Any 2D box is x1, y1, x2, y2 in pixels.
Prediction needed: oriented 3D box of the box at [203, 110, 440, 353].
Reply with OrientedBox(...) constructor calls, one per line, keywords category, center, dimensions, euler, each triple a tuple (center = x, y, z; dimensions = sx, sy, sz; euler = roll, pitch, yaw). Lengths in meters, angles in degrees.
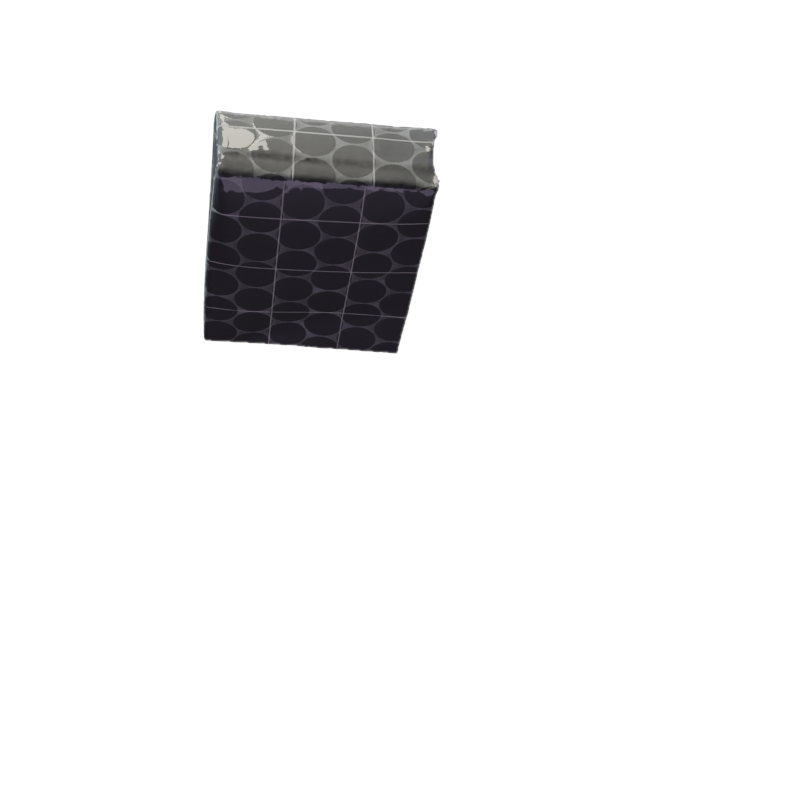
OrientedBox(category="box", center=(-0.037, -0.067, 0.469), dimensions=(0.089, 0.042, 0.107), euler=(4, -35, -7))
